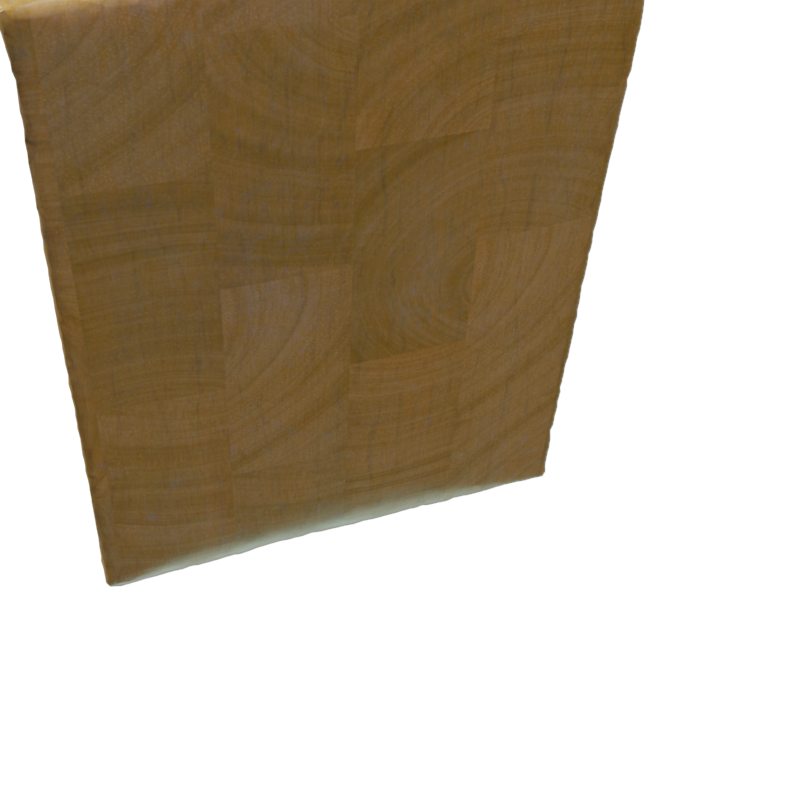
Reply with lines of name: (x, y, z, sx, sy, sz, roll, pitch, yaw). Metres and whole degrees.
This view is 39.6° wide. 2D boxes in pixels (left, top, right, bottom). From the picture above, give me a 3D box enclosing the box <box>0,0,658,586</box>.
box: (-0.027, -0.050, 0.347, 0.162, 0.199, 0.078, -11, 44, -15)
